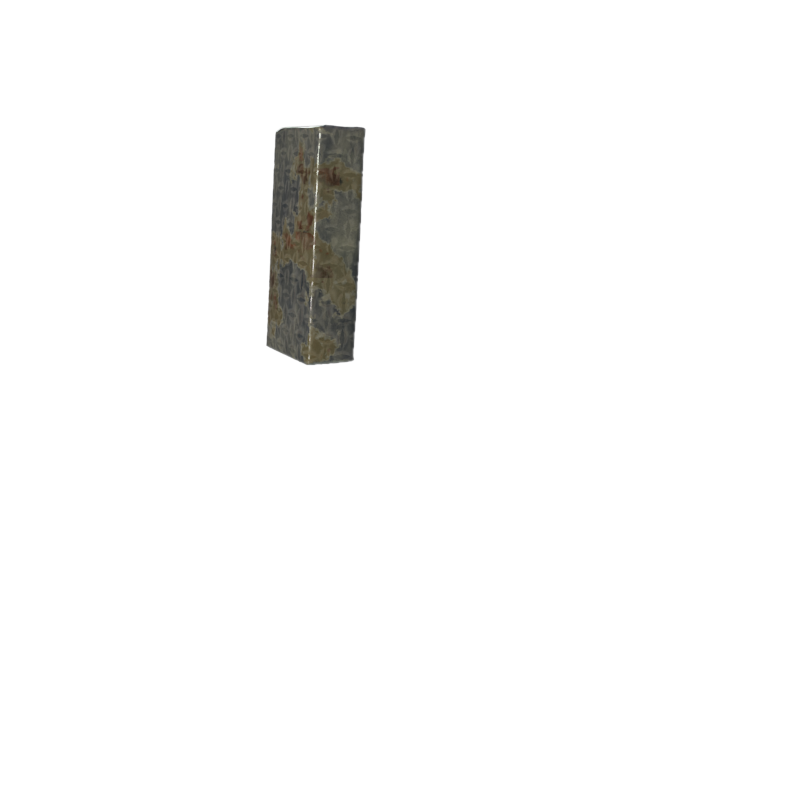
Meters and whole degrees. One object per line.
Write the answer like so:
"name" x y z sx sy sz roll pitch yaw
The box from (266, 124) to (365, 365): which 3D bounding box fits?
"box" -0.067 -0.121 0.850 0.047 0.174 0.097 -2 6 -26
